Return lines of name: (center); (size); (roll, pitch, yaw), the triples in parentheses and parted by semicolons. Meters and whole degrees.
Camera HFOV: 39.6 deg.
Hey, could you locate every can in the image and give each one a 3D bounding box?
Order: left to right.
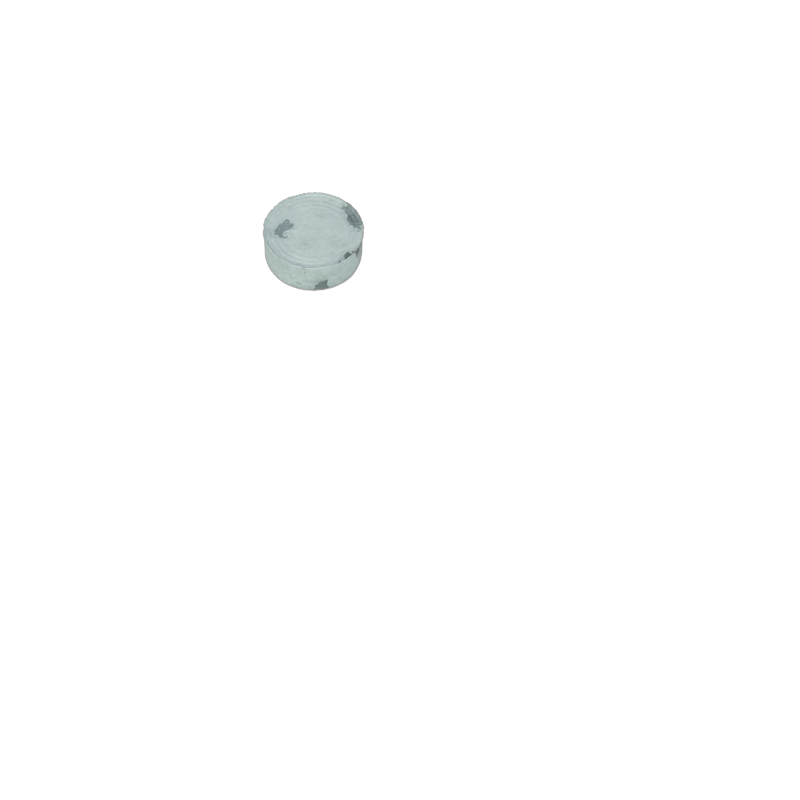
can: (-0.074, -0.135, 0.948); (0.086, 0.092, 0.031); (-1, -37, -1)
